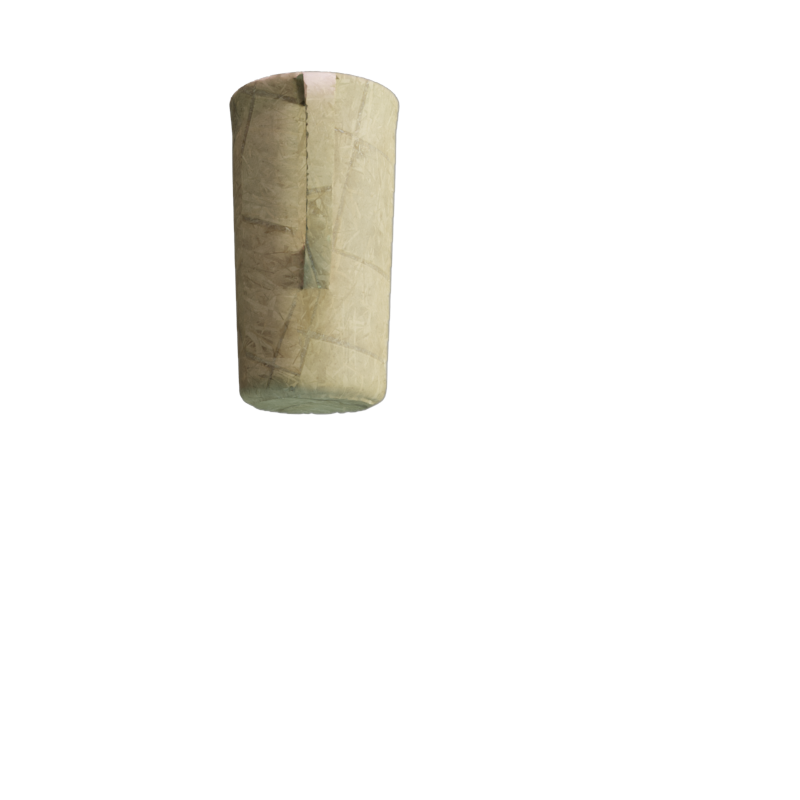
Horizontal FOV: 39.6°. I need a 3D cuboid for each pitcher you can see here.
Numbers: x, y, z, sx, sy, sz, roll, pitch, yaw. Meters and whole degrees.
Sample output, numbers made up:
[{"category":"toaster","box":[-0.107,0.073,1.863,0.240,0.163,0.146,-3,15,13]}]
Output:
[{"category":"pitcher","box":[-0.065,-0.118,0.828,0.148,0.252,0.141,-12,-18,37]}]
